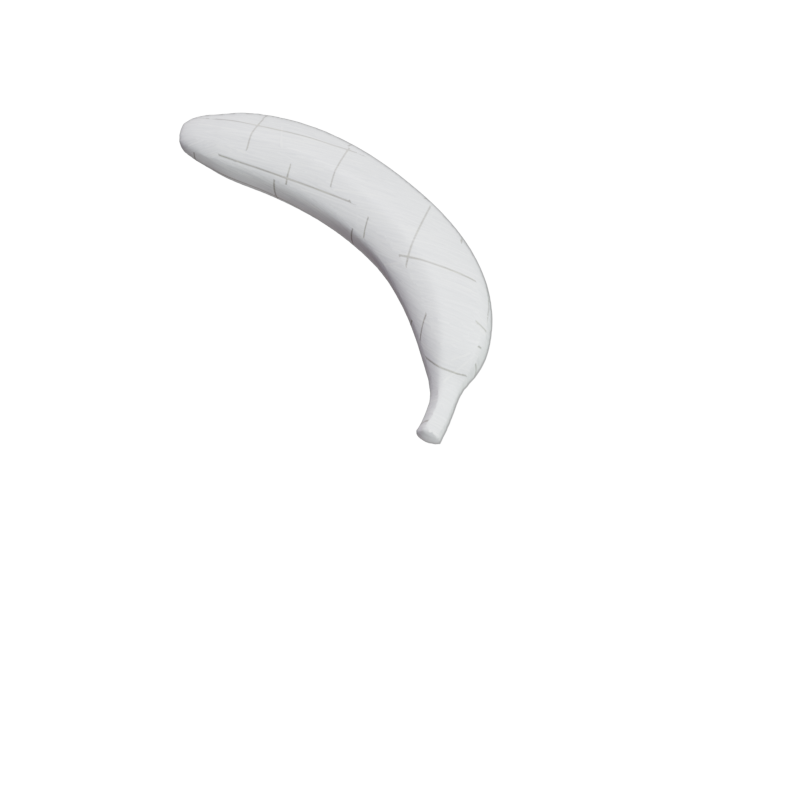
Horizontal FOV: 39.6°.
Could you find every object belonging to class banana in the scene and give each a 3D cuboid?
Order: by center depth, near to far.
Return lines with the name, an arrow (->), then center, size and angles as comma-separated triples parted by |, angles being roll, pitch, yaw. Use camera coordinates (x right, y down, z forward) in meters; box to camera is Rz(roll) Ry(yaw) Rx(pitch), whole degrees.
banana -> -0.021, -0.075, 0.487 | 0.069, 0.211, 0.034 | -30, -30, -19
